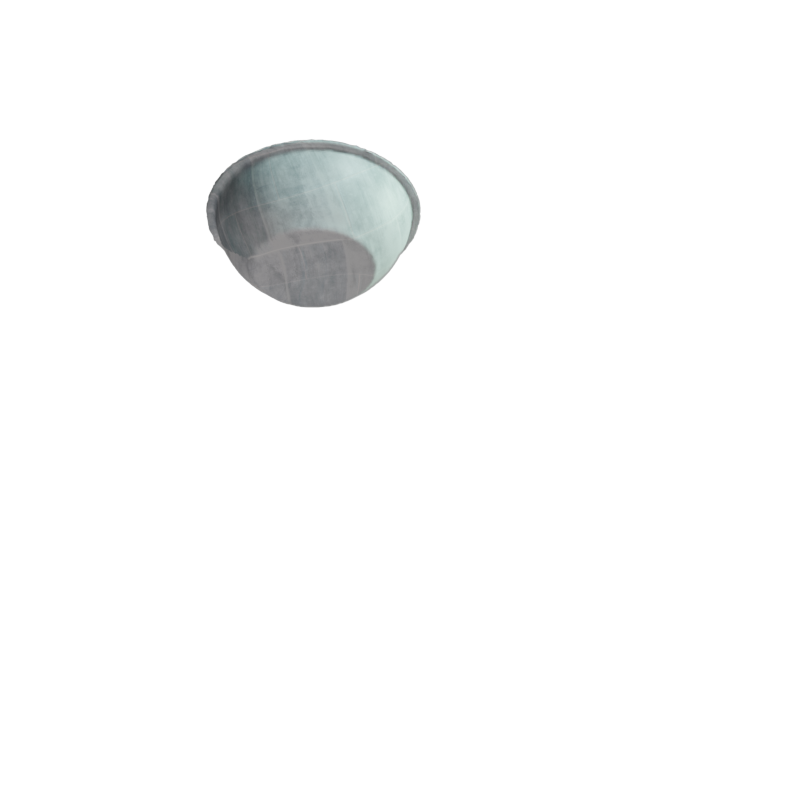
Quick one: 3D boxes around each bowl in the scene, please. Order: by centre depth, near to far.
[{"bbox_3d":[-0.064,-0.117,0.819,0.162,0.059,0.151,1,-36,-2],"label":"bowl"}]
